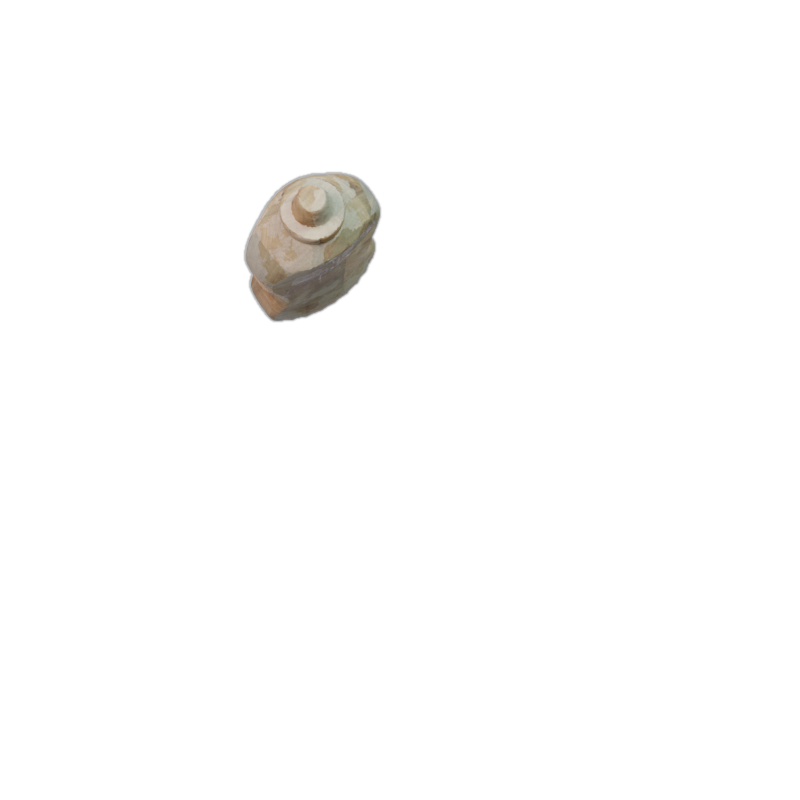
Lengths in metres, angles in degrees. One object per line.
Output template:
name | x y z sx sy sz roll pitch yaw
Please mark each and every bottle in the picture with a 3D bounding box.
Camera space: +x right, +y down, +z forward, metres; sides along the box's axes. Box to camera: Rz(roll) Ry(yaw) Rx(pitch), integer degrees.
bottle | -0.059 -0.108 0.754 0.096 0.060 0.187 -32 -5 -8
